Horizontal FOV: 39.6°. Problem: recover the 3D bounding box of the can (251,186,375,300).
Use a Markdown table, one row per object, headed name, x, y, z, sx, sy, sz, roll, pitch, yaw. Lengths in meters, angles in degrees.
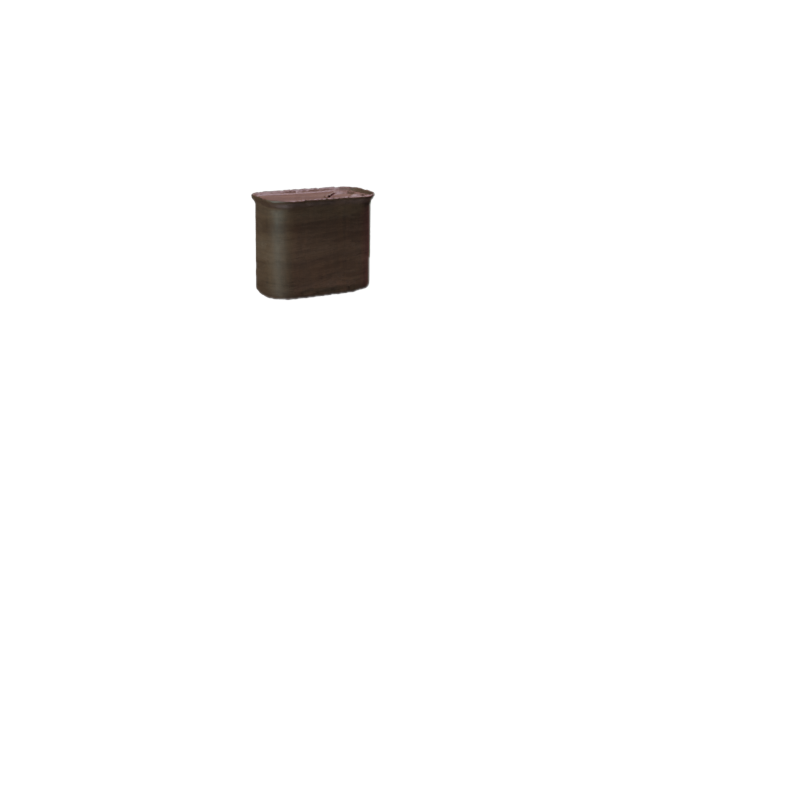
| name | x | y | z | sx | sy | sz | roll | pitch | yaw |
| --- | --- | --- | --- | --- | --- | --- | --- | --- | --- |
| can | -0.073 | -0.134 | 0.937 | 0.099 | 0.081 | 0.061 | -8 | 16 | -28 |
